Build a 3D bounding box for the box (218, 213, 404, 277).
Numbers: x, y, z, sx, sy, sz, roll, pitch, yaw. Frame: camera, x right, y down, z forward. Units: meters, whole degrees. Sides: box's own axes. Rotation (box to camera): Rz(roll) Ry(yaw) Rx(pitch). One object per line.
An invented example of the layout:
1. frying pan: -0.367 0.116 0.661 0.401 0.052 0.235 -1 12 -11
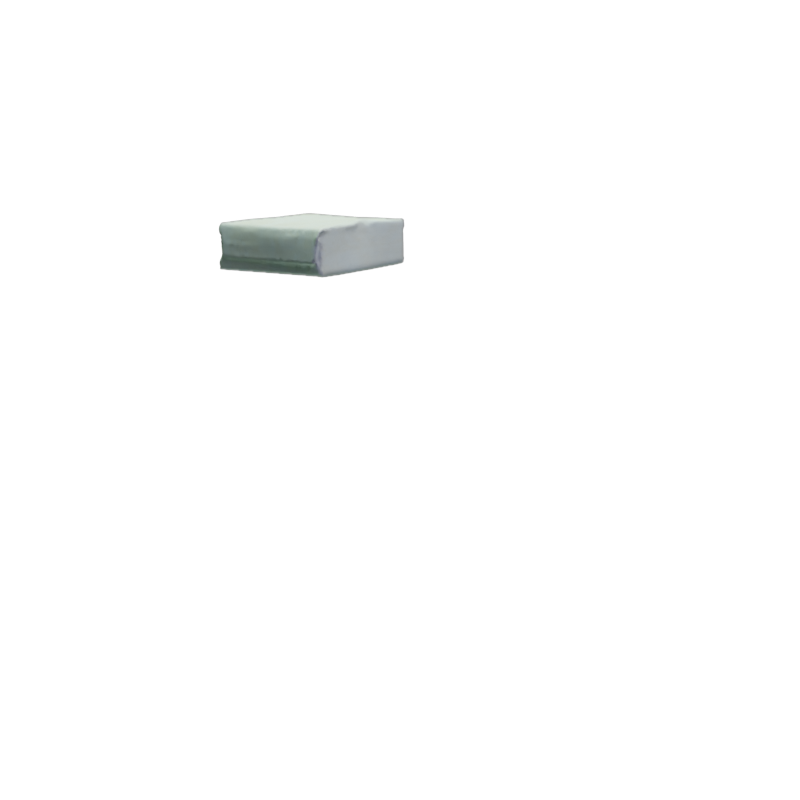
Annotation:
1. box: -0.051 -0.093 0.651 0.076 0.029 0.087 8 15 33
